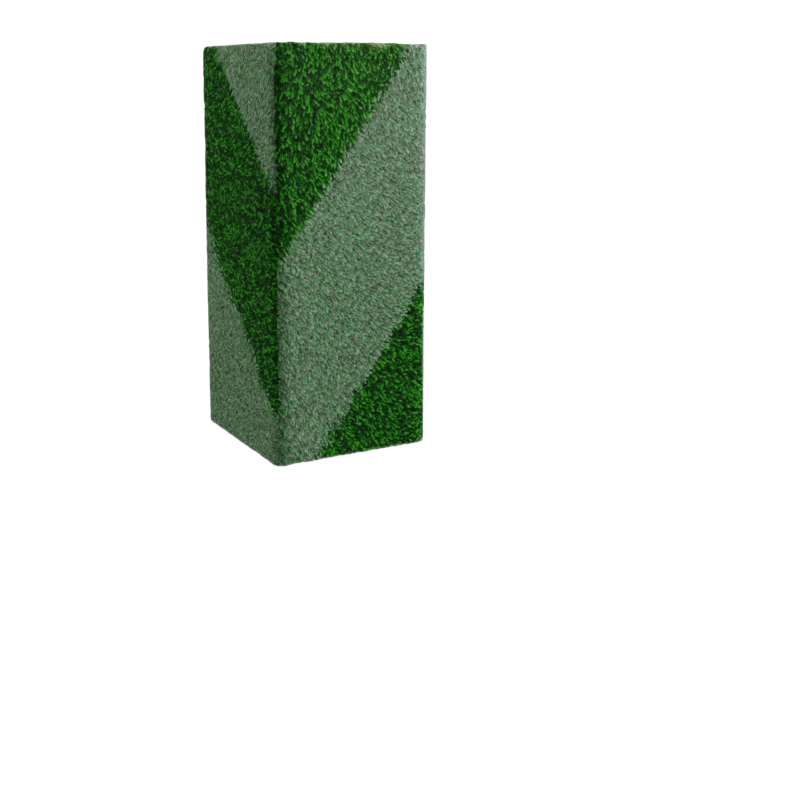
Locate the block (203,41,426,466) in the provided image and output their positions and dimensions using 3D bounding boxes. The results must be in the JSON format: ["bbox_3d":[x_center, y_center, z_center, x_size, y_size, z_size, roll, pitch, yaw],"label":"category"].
[{"bbox_3d":[-0.047,-0.084,0.587,0.088,0.201,0.095,-5,12,-30],"label":"block"}]
